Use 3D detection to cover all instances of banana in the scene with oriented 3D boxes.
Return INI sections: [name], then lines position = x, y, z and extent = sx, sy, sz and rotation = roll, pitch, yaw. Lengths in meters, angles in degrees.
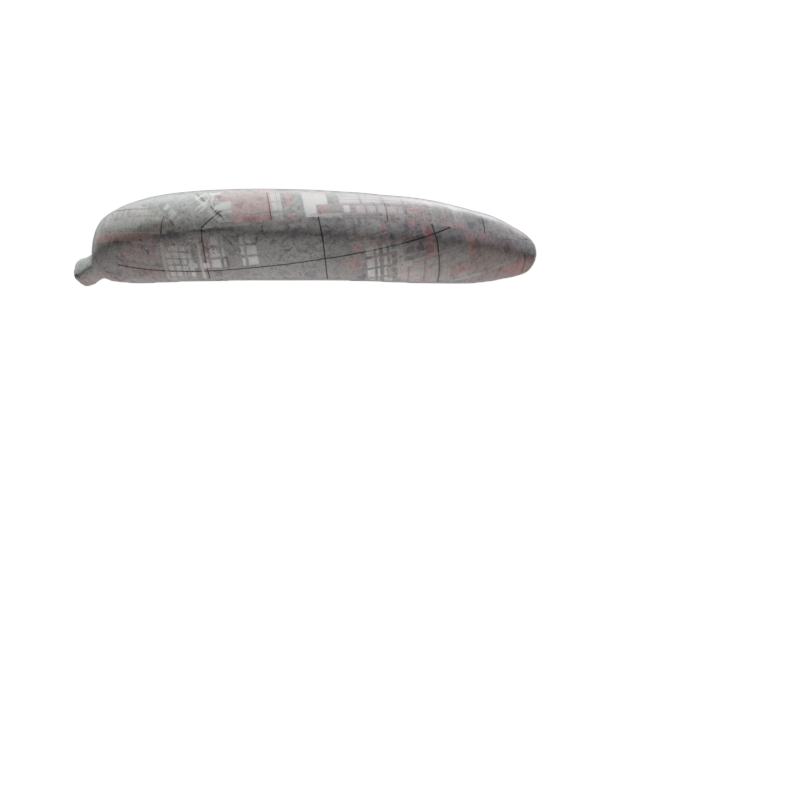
[banana]
position = -0.039, -0.065, 0.448
extent = 0.198, 0.037, 0.069
rotation = 0, 2, 0
